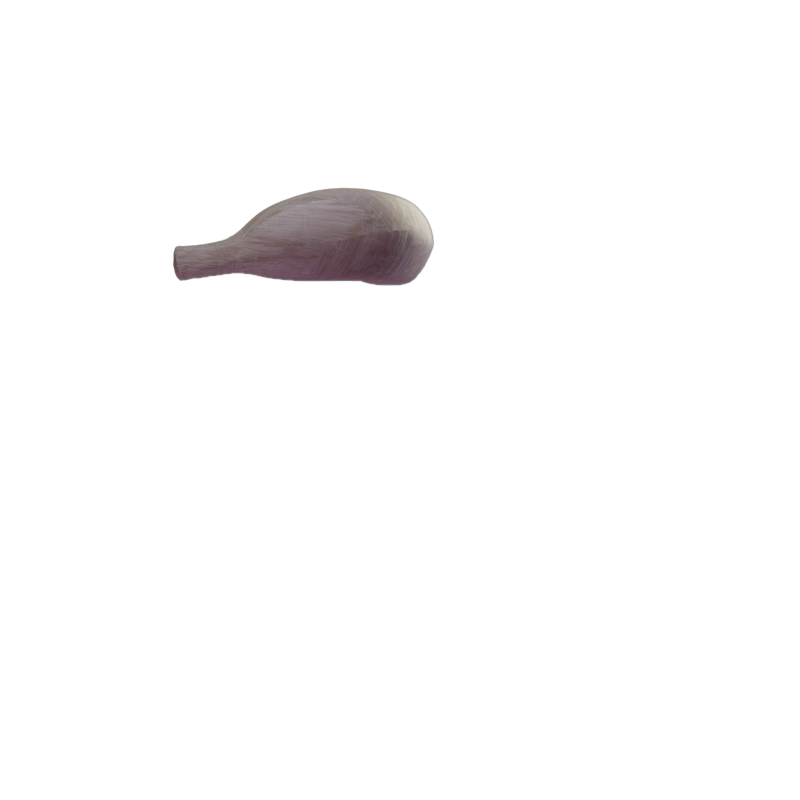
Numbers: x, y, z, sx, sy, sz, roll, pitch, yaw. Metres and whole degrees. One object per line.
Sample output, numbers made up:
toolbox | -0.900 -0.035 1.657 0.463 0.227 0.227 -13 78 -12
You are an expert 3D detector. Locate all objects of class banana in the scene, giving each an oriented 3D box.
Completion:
banana | -0.021 -0.067 0.465 0.071 0.037 0.193 1 5 18
